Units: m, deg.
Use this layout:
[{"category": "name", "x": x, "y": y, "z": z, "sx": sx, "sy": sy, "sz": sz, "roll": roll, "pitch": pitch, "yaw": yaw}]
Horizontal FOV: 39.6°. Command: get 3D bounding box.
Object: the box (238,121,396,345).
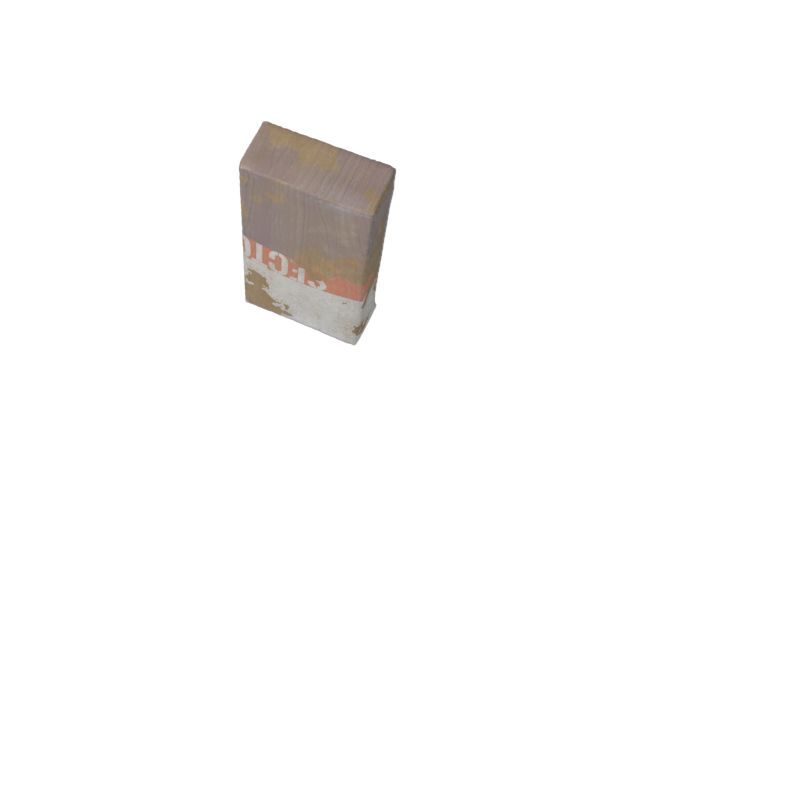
[{"category": "box", "x": -0.059, "y": -0.107, "z": 0.749, "sx": 0.095, "sy": 0.050, "sz": 0.167, "roll": 23, "pitch": -23, "yaw": 7}]
